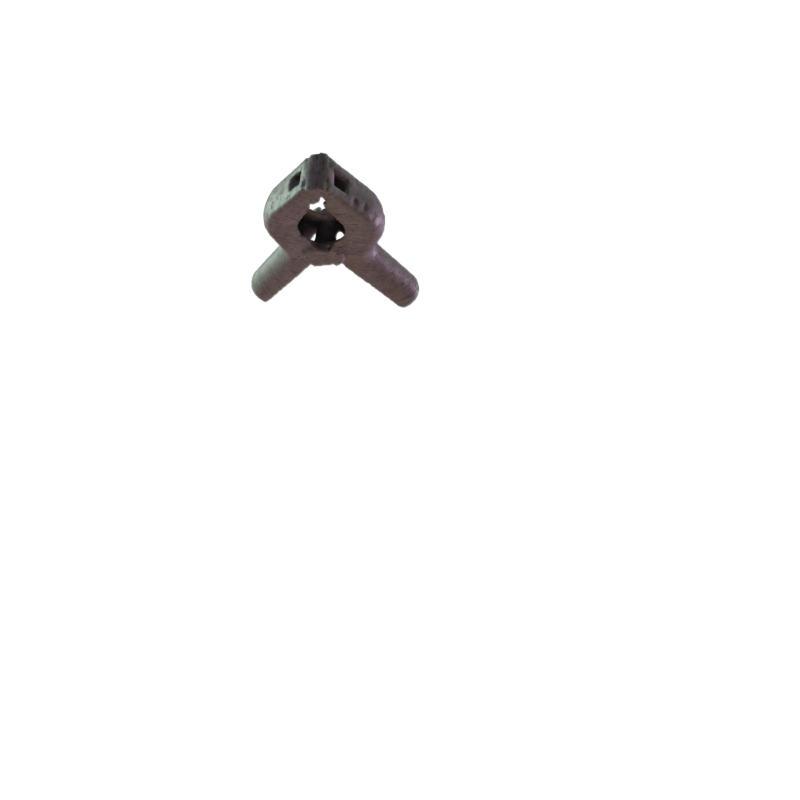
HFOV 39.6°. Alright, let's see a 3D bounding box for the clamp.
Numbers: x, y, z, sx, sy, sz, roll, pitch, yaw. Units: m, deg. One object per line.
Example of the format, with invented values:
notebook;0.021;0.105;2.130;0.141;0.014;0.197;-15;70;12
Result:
clamp;-0.059;-0.107;0.748;0.121;0.042;0.159;-6;-28;10
